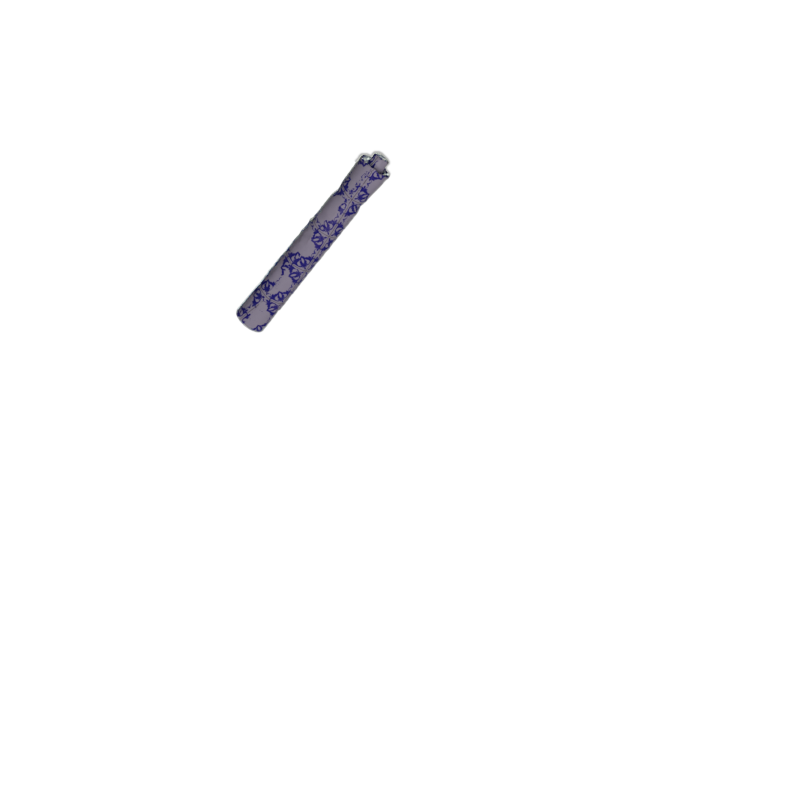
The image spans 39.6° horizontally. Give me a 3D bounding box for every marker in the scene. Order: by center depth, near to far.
[{"bbox_3d":[-0.046,-0.085,0.593,0.019,0.119,0.021,34,23,-20],"label":"marker"}]
